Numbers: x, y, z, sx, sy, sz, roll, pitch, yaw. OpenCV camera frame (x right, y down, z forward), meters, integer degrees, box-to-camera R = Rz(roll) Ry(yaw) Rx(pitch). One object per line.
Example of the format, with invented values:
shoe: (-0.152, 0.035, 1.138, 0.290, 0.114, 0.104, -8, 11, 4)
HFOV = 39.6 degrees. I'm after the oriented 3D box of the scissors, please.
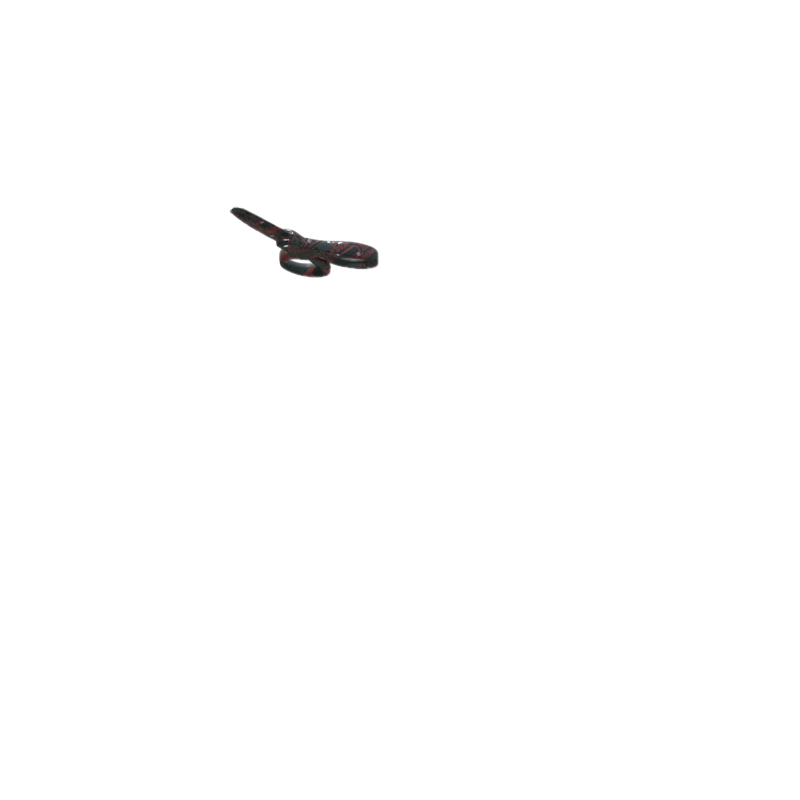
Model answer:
scissors: (-0.071, -0.130, 0.909, 0.097, 0.016, 0.195, -1, -7, 5)
